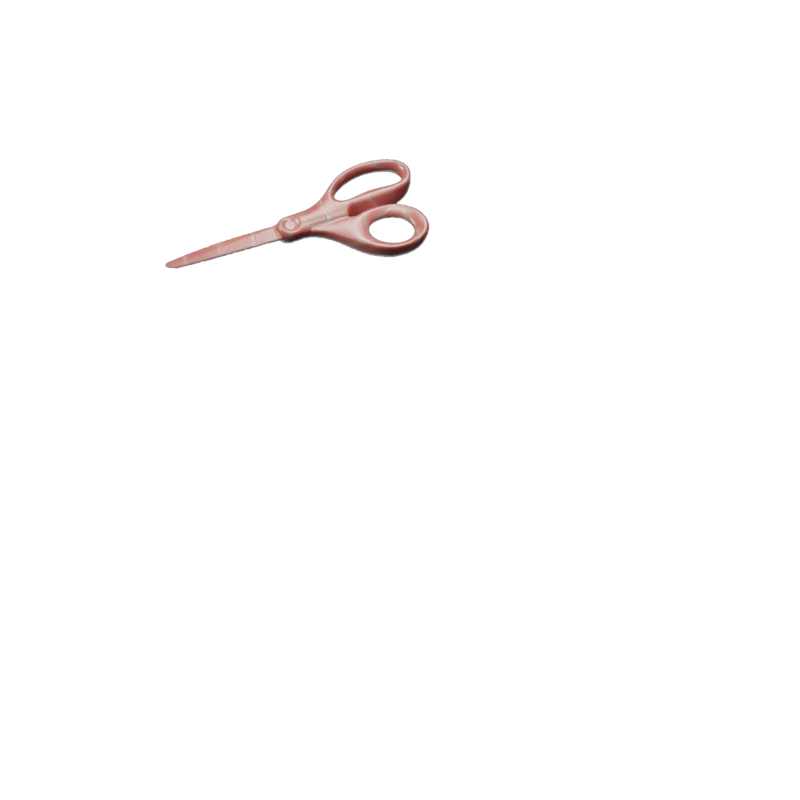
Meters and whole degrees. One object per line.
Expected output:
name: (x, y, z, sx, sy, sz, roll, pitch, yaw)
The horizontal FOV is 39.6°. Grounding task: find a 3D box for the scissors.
scissors: (-0.065, -0.118, 0.825, 0.202, 0.103, 0.015, -33, -28, -21)
